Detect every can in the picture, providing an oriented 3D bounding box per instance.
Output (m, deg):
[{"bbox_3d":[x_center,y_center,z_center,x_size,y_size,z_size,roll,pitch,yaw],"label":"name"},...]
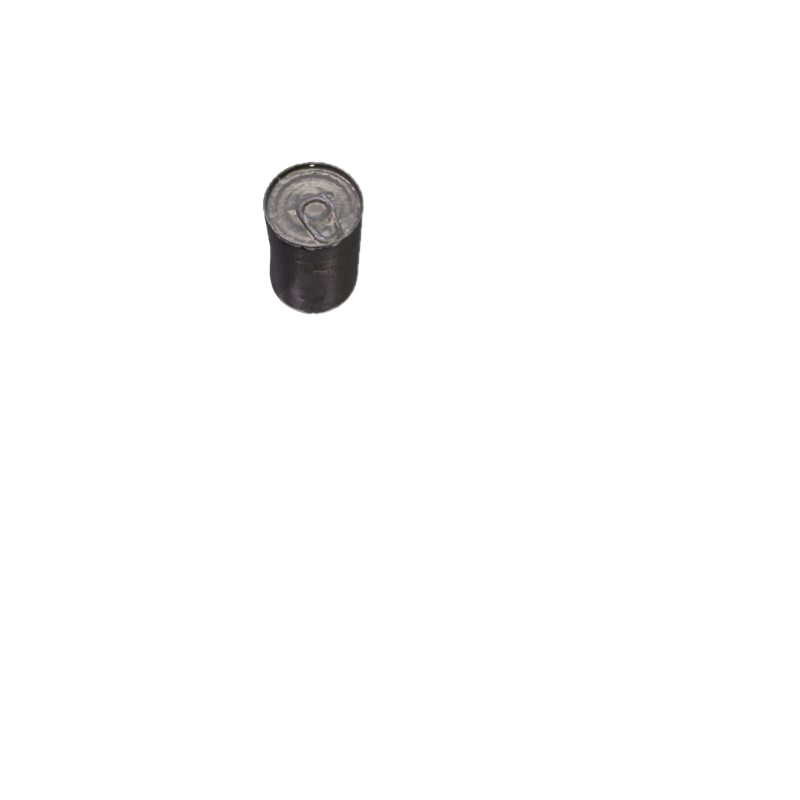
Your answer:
[{"bbox_3d":[-0.062,-0.112,0.786,0.068,0.073,0.096,0,-26,-3],"label":"can"}]
